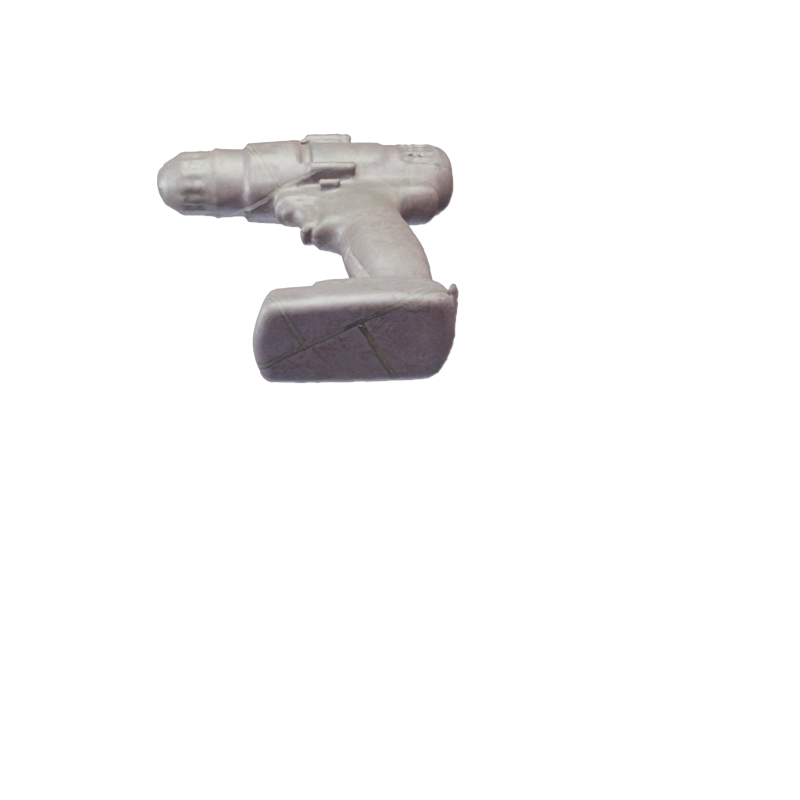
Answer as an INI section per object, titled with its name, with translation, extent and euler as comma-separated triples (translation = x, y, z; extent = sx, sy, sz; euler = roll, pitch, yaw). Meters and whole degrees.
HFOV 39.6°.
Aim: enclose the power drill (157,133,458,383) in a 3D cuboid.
[power drill]
translation = -0.050, -0.091, 0.638
extent = 0.183, 0.054, 0.202
euler = -4, 41, -5
